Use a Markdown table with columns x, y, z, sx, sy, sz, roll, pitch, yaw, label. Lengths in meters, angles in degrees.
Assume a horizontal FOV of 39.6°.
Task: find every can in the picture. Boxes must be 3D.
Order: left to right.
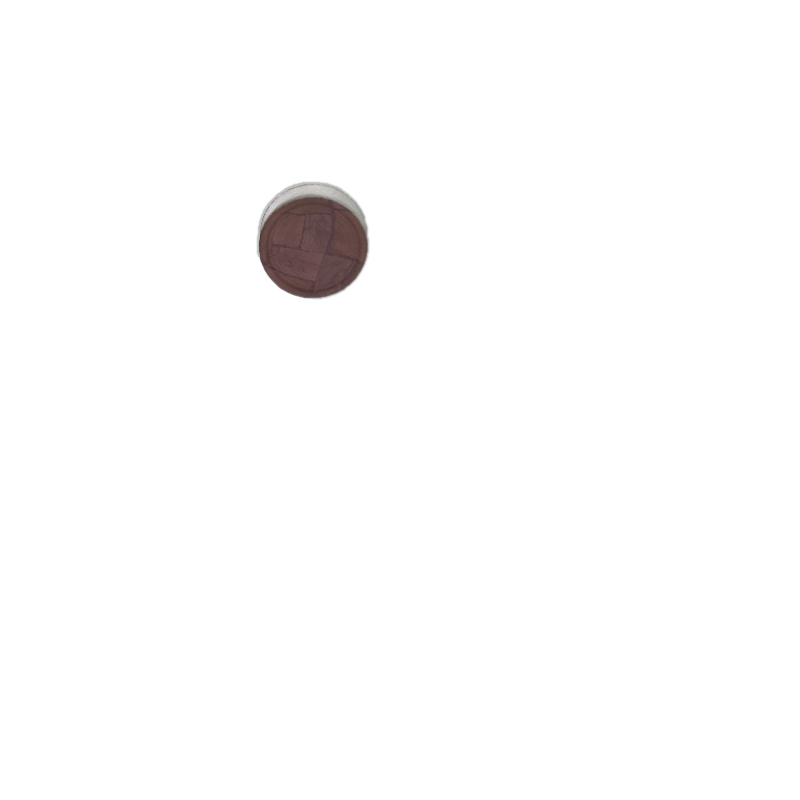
| x | y | z | sx | sy | sz | roll | pitch | yaw | label |
| --- | --- | --- | --- | --- | --- | --- | --- | --- | --- |
| -0.067 | -0.122 | 0.857 | 0.086 | 0.082 | 0.035 | 0 | 20 | -1 | can |
